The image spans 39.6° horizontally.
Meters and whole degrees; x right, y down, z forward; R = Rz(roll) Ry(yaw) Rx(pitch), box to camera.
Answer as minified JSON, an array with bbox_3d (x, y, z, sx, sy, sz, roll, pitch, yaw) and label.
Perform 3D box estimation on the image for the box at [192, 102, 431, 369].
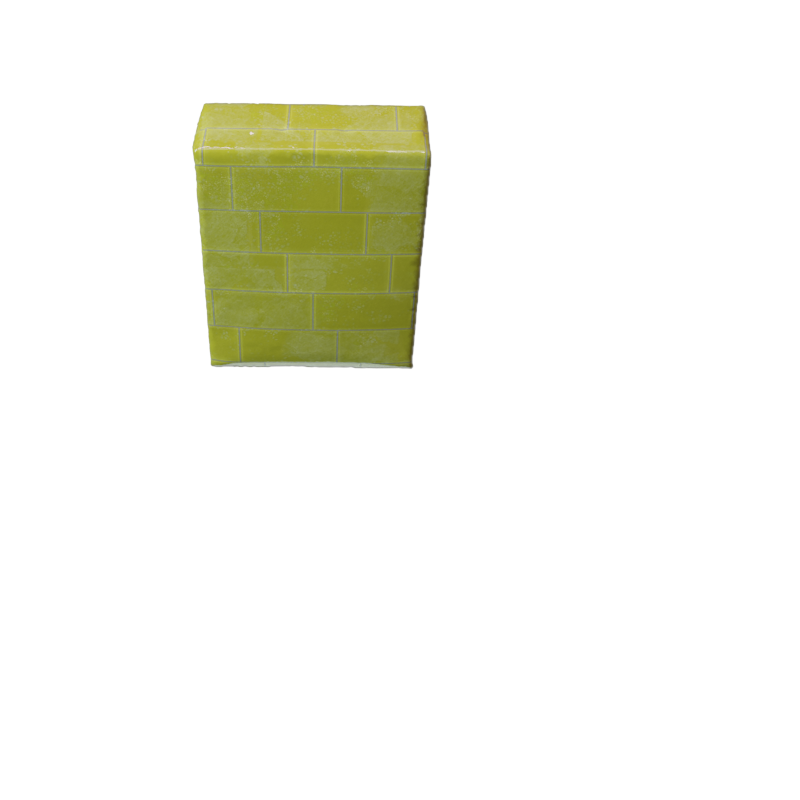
[{"bbox_3d":[-0.066,-0.120,0.839,0.164,0.199,0.077,2,43,-1],"label":"box"}]
